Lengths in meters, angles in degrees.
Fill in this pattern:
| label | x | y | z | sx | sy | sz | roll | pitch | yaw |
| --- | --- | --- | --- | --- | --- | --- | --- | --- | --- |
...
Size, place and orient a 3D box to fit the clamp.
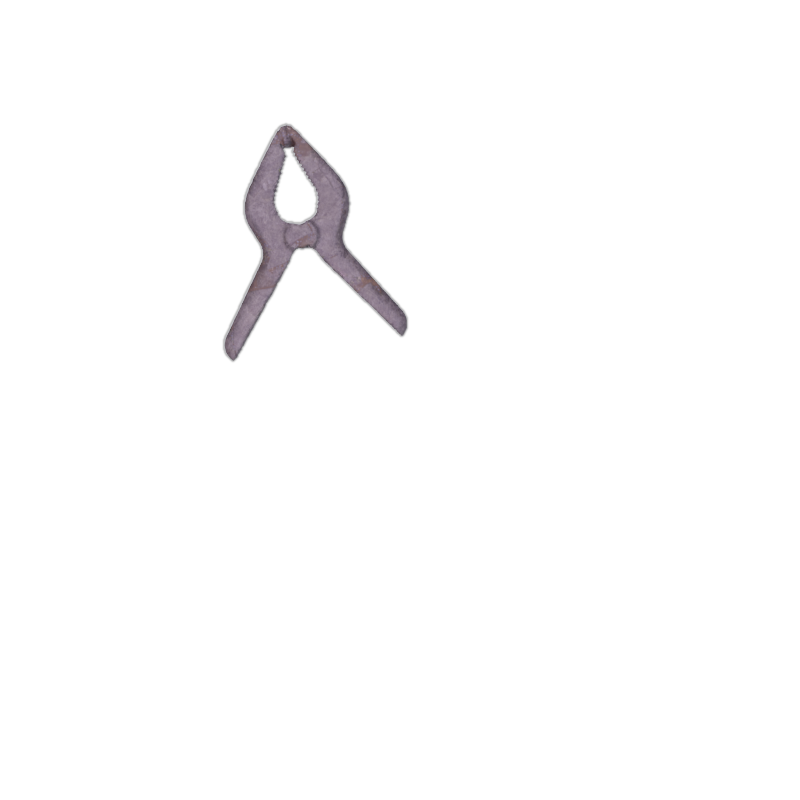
| label | x | y | z | sx | sy | sz | roll | pitch | yaw |
| --- | --- | --- | --- | --- | --- | --- | --- | --- | --- |
| clamp | -0.078 | -0.142 | 0.998 | 0.164 | 0.212 | 0.036 | -2 | -4 | 0 |
